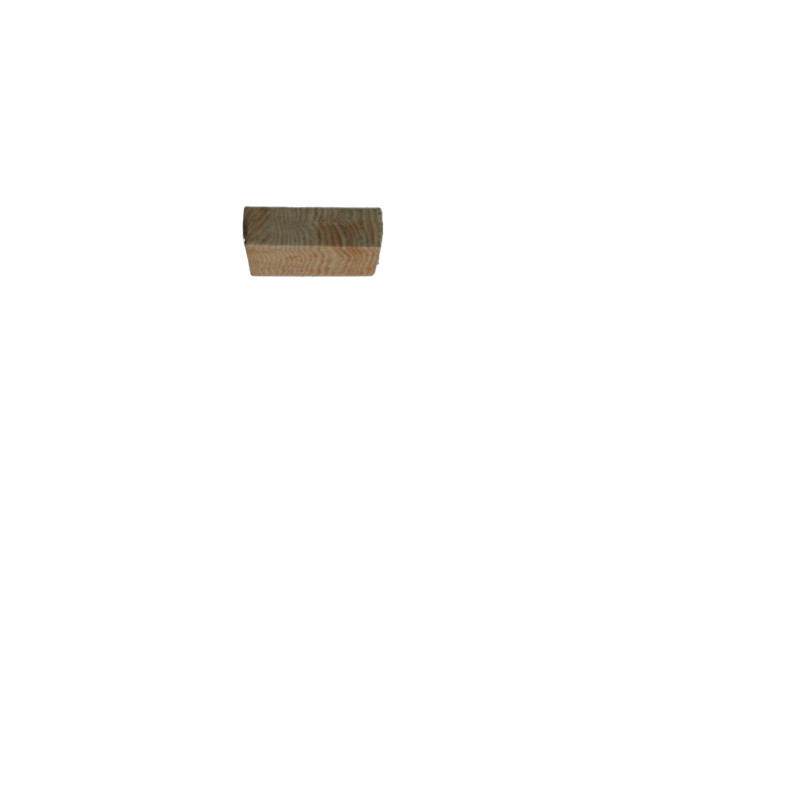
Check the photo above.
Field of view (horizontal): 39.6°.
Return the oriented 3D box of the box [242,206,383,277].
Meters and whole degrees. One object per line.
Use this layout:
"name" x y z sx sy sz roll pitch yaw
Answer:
"box" -0.057 -0.104 0.731 0.089 0.031 0.071 0 -10 -1
